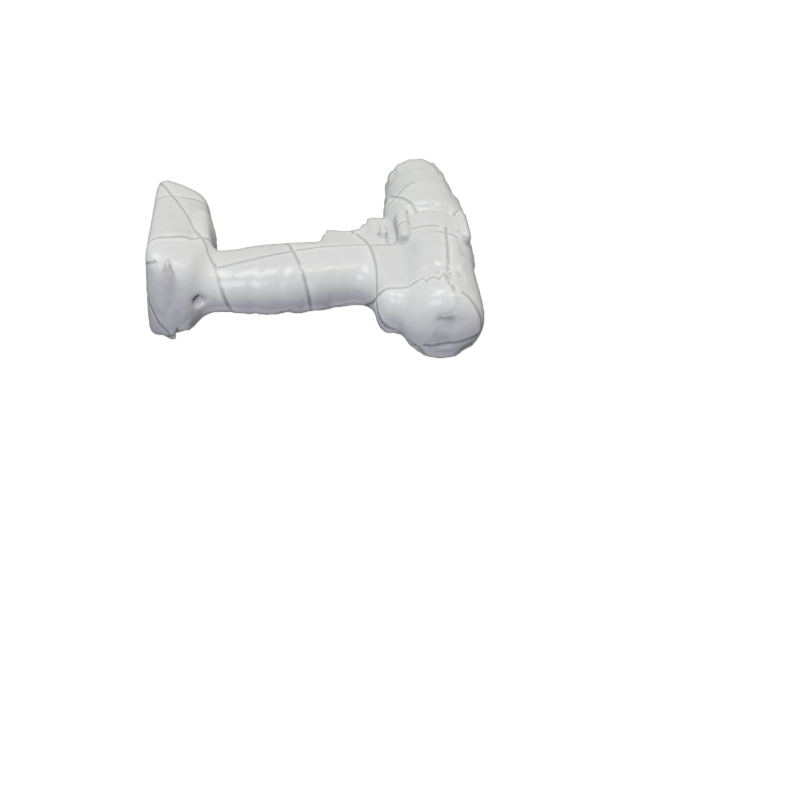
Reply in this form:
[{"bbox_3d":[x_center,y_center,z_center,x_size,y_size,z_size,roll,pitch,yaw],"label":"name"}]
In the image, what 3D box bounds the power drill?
[{"bbox_3d":[-0.051,-0.093,0.652,0.187,0.054,0.197,-2,34,-3],"label":"power drill"}]
